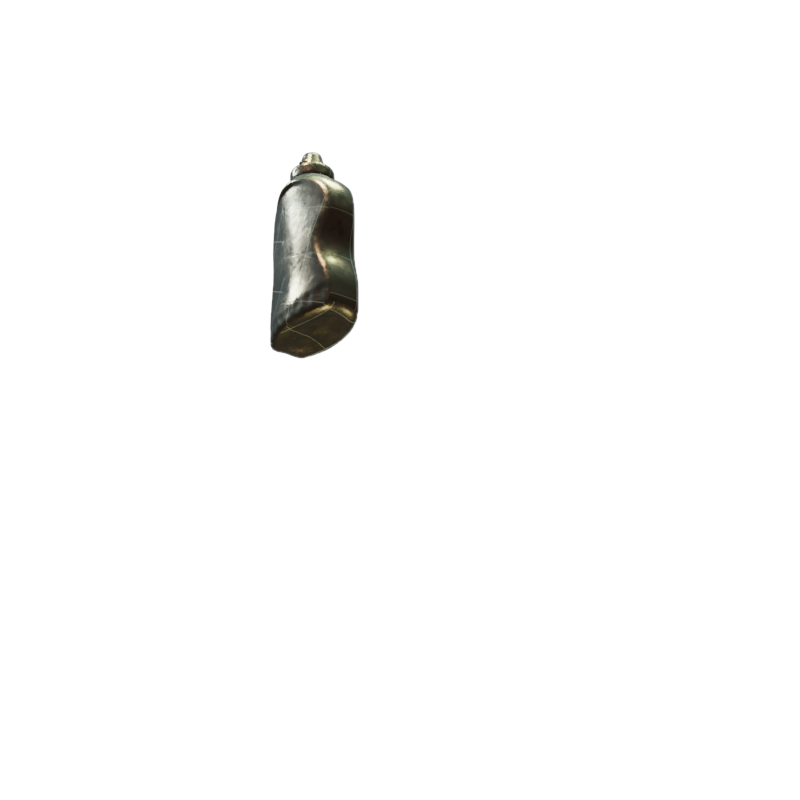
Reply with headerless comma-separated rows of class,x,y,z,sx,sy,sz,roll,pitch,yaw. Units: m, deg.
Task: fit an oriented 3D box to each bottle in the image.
bottle,-0.077,-0.141,0.983,0.056,0.205,0.094,18,-37,-29
